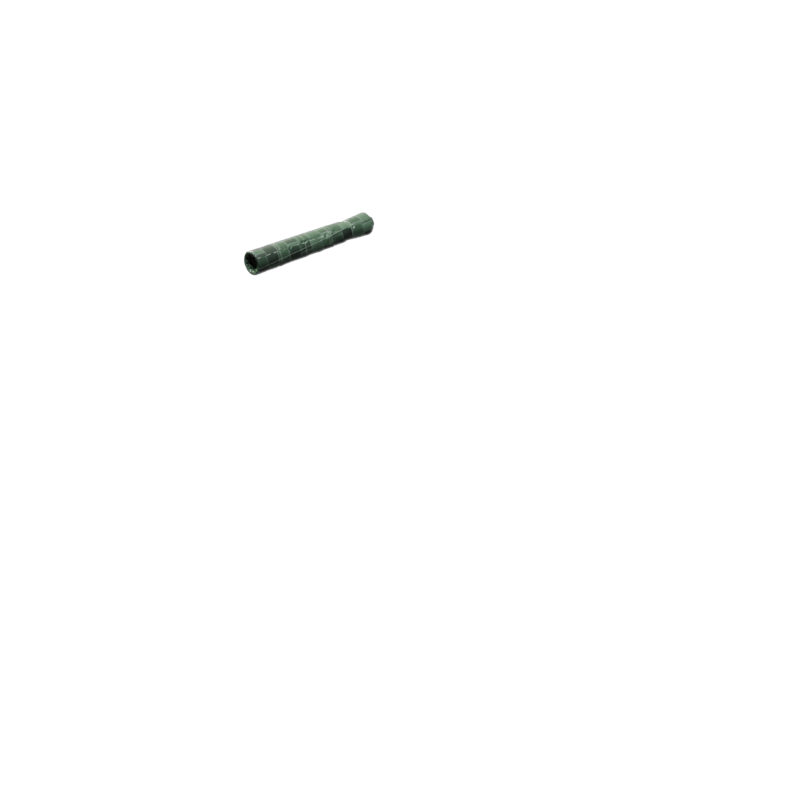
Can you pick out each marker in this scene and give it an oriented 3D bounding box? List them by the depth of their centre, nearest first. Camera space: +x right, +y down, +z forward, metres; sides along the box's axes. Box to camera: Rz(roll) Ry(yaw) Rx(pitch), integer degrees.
[{"bbox_3d":[-0.067,-0.122,0.852,0.120,0.019,0.021,-26,19,-37],"label":"marker"}]
